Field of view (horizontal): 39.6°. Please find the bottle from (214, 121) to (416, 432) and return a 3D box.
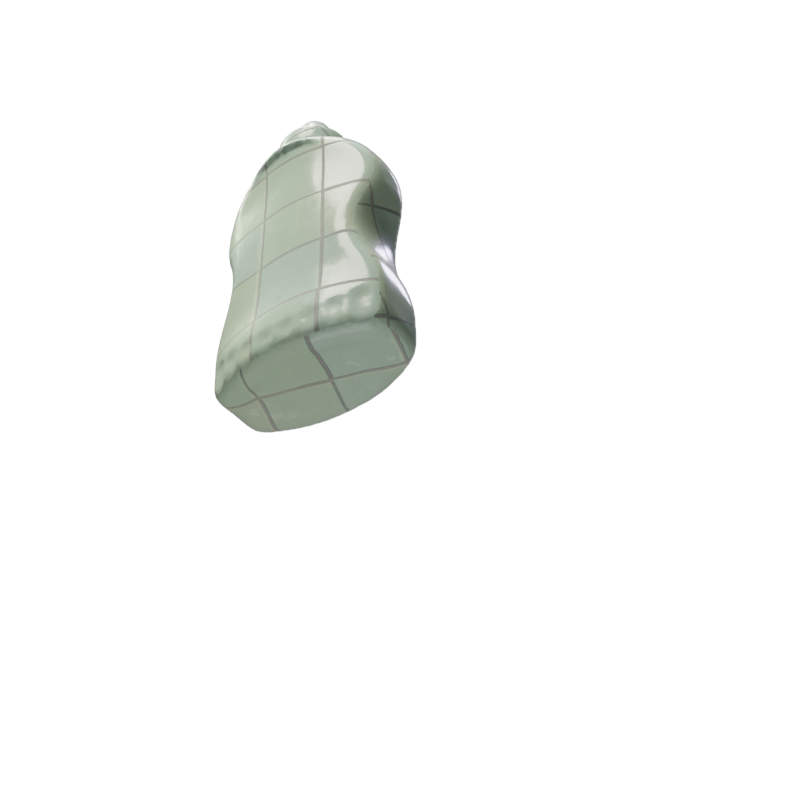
[{"bbox_3d":[-0.044,-0.080,0.565,0.096,0.206,0.054,-29,-49,23],"label":"bottle"}]
